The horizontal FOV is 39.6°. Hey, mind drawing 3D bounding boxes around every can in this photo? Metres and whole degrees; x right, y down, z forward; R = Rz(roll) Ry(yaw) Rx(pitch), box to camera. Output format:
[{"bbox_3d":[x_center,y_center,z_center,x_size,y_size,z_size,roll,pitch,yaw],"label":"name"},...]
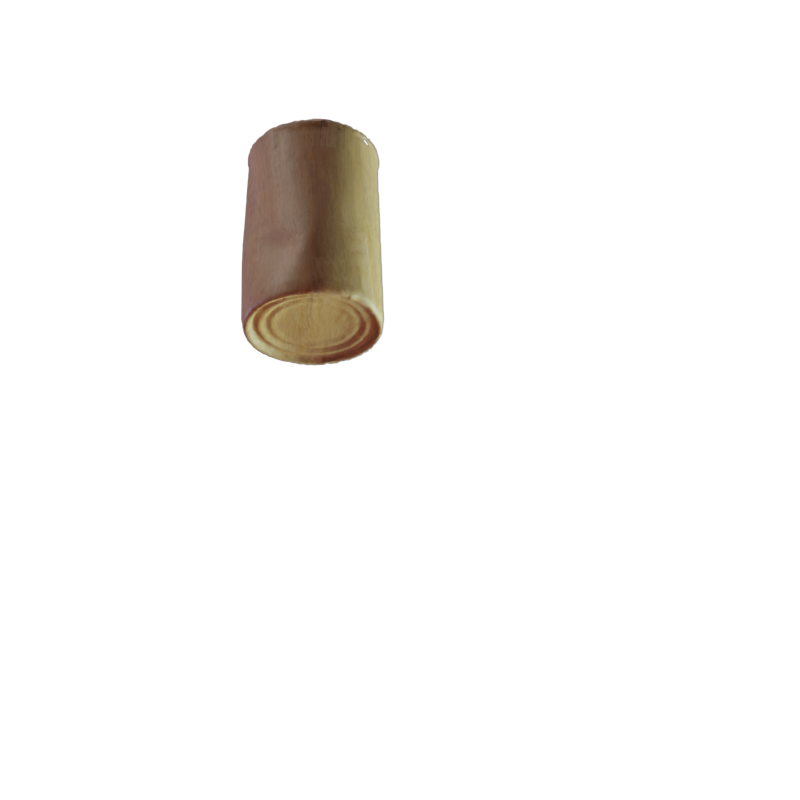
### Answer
[{"bbox_3d":[-0.042,-0.077,0.541,0.068,0.109,0.064,-1,-33,-2],"label":"can"}]
